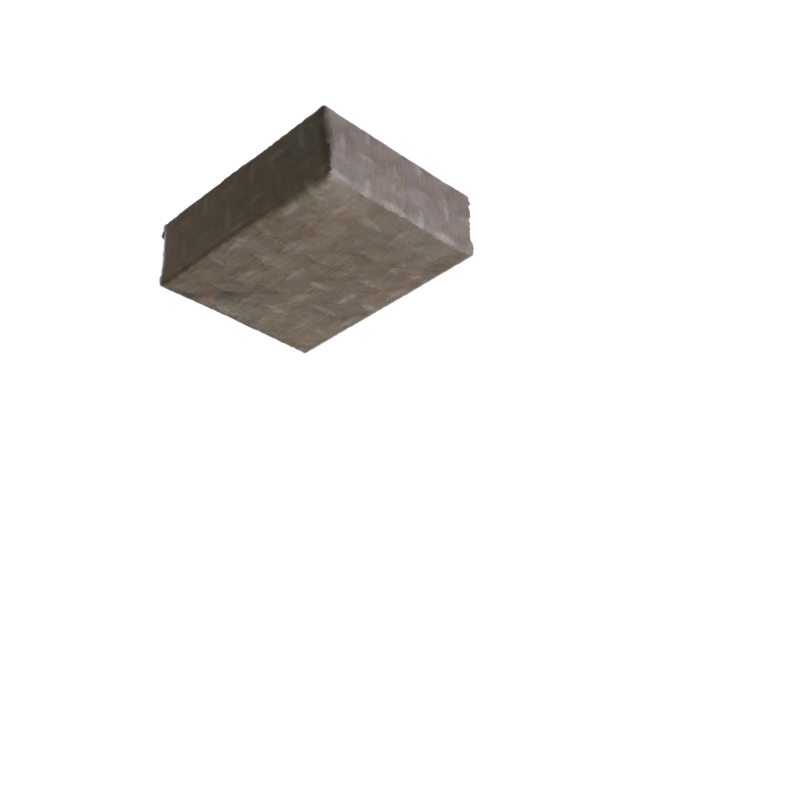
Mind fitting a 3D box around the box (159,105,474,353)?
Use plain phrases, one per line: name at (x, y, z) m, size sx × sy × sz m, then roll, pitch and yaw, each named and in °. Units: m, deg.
box at (-0.039, -0.070, 0.493) m, size 0.113 × 0.041 × 0.084 m, roll -26°, pitch -38°, yaw 38°
